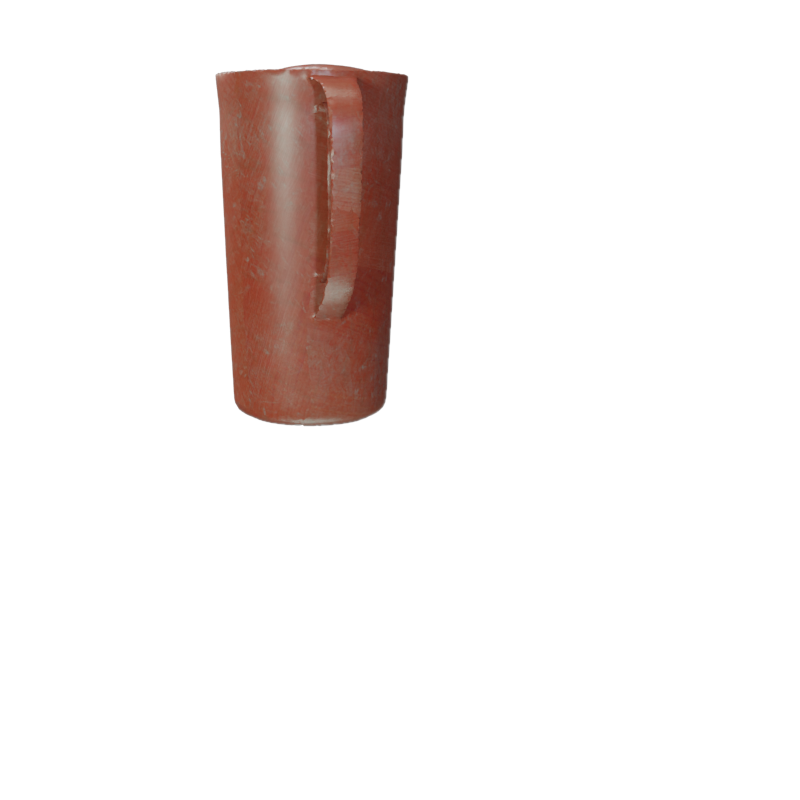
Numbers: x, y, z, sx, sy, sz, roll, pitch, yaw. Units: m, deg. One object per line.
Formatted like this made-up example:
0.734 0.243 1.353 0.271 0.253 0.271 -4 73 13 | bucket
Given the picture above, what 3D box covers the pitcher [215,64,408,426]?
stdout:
-0.060 -0.109 0.764 0.150 0.240 0.146 4 7 29 | pitcher
